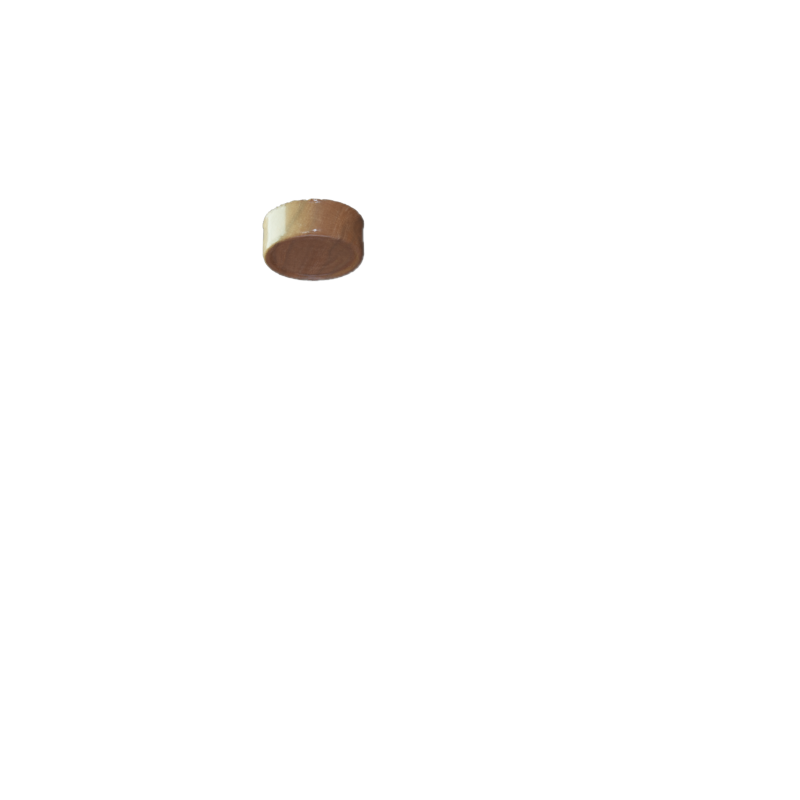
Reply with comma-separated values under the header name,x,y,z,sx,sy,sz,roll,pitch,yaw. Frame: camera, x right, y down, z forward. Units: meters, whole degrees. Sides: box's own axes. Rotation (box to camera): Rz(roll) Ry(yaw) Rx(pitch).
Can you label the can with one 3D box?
name,x,y,z,sx,sy,sz,roll,pitch,yaw
can,-0.072,-0.132,0.925,0.086,0.035,0.081,1,-23,-2
